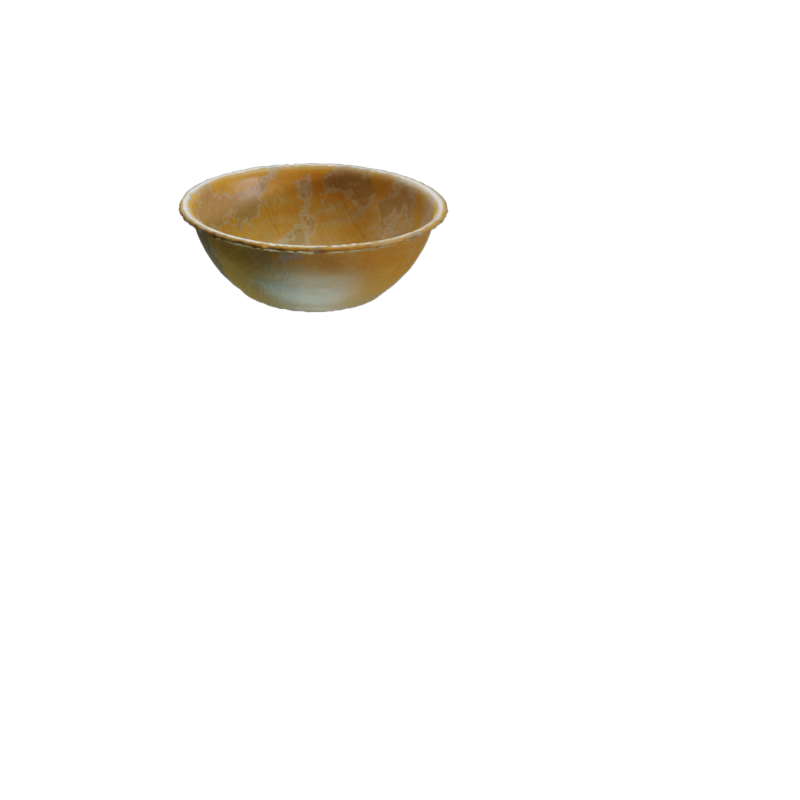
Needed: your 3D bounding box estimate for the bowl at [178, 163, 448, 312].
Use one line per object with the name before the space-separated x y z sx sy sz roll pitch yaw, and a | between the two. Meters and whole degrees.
bowl | -0.053 -0.097 0.678 0.162 0.052 0.171 -1 27 -2
